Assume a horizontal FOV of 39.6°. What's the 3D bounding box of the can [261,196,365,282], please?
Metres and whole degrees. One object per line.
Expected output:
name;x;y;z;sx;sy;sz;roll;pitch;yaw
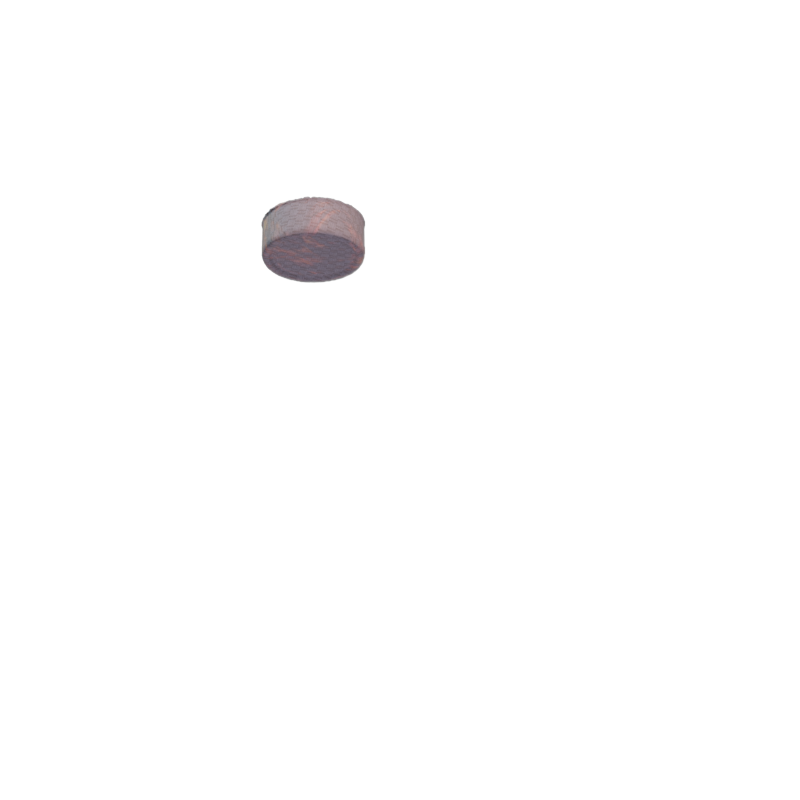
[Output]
can;-0.071;-0.130;0.910;0.086;0.036;0.081;1;-25;-2
